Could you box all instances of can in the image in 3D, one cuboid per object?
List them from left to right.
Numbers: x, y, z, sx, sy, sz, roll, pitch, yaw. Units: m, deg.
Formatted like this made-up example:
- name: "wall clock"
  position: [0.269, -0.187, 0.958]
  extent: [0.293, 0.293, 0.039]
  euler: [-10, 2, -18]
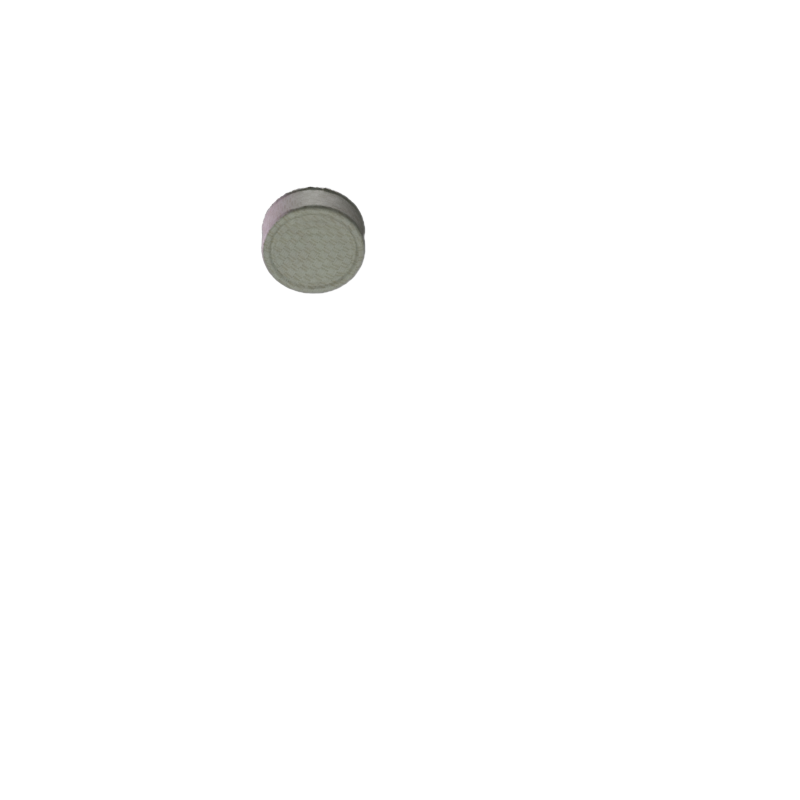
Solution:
- name: "can"
  position: [-0.071, -0.129, 0.906]
  extent: [0.086, 0.080, 0.036]
  euler: [1, 36, -1]
